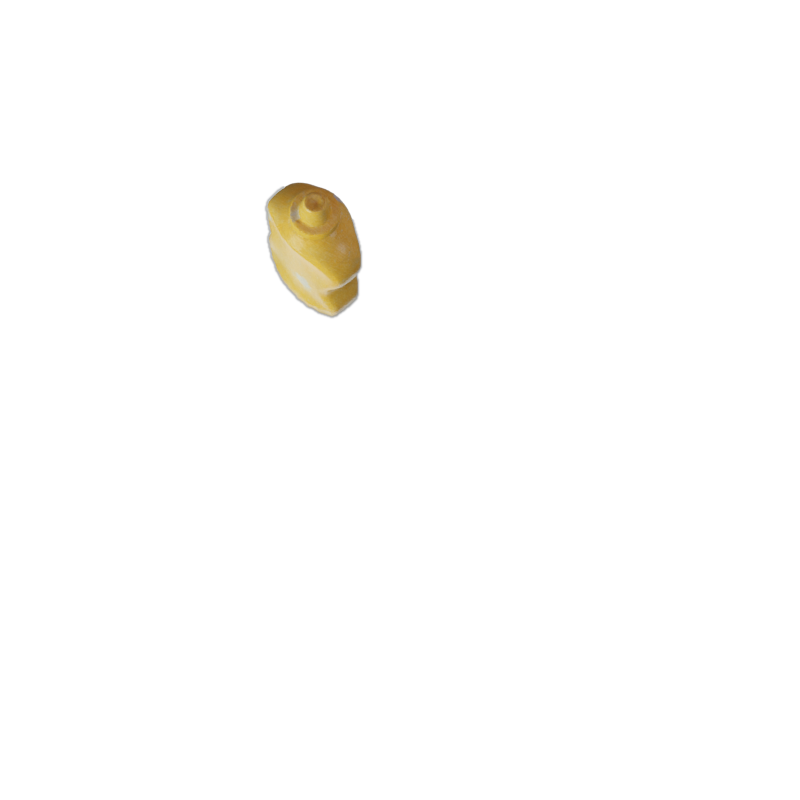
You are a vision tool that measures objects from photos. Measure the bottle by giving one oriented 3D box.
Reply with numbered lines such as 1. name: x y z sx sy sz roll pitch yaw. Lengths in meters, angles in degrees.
1. bottle: -0.074 -0.136 0.947 0.059 0.099 0.185 -37 -7 -10
